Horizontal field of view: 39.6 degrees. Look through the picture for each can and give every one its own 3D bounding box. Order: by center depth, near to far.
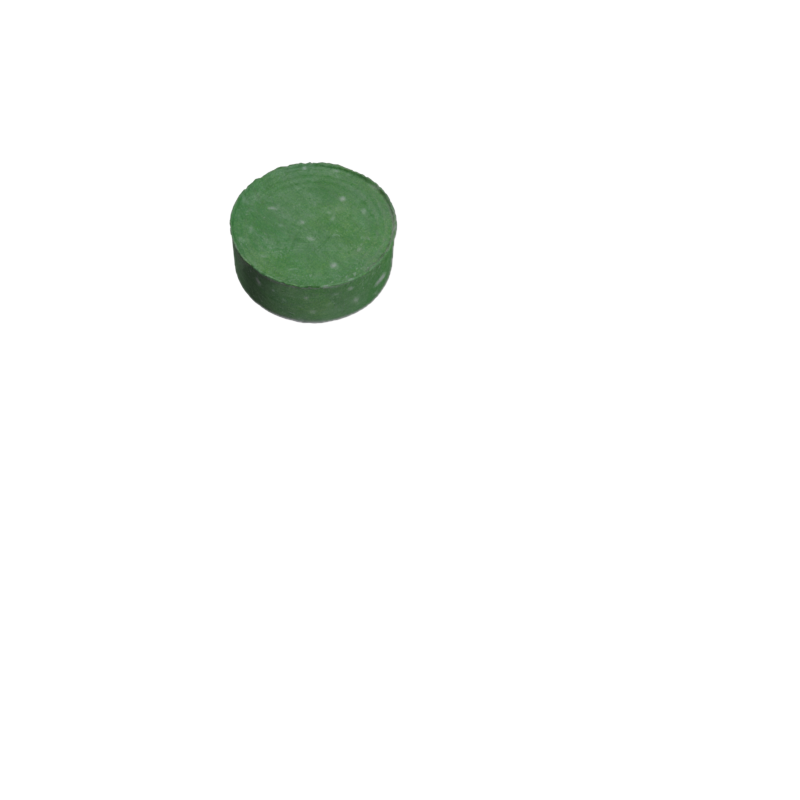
[{"bbox_3d":[-0.045,-0.083,0.580,0.086,0.092,0.031,-1,-37,-1],"label":"can"}]
